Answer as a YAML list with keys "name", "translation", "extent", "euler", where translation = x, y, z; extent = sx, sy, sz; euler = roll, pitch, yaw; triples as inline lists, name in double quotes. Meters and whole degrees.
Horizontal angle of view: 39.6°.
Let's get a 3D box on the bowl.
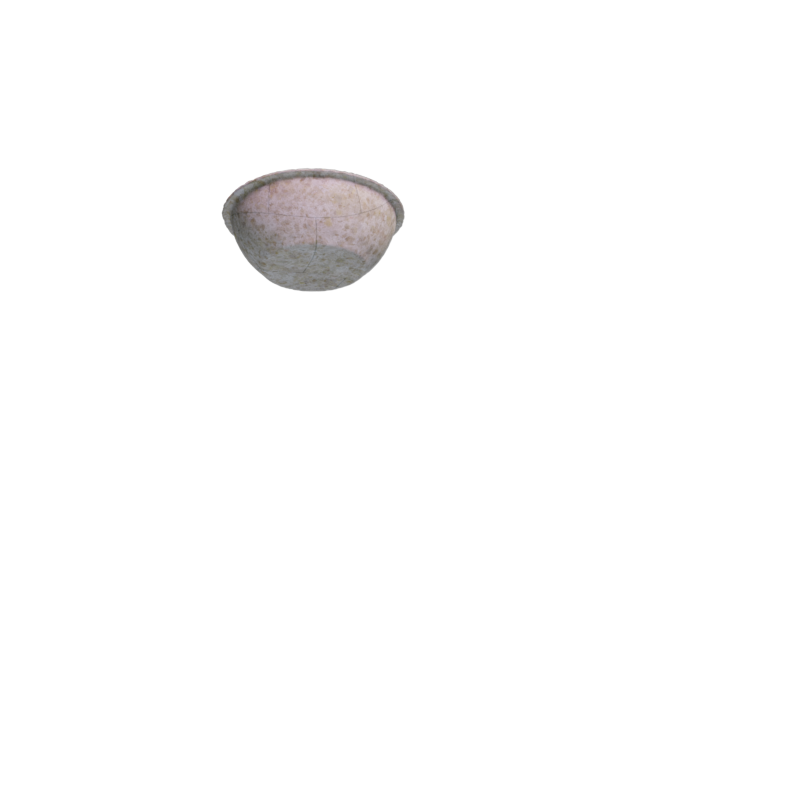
- name: "bowl"
  translation: [-0.076, -0.139, 0.970]
  extent: [0.162, 0.058, 0.154]
  euler: [1, -22, -2]
